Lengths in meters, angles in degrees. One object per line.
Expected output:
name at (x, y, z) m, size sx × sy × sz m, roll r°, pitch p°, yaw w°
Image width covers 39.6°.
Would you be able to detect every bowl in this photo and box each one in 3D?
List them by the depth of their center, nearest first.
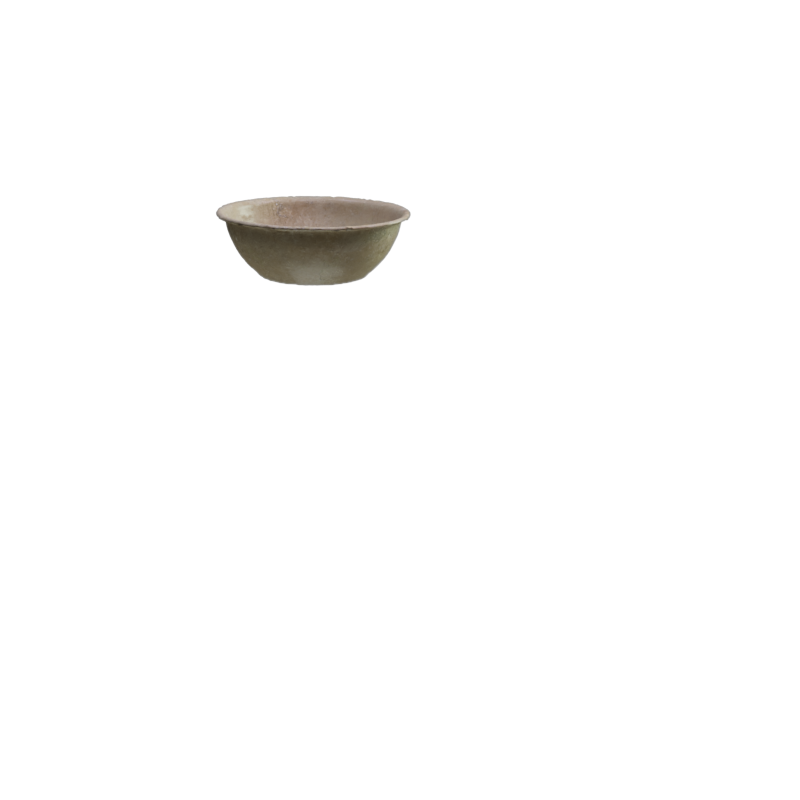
bowl at (-0.072, -0.132, 0.923) m, size 0.162 × 0.053 × 0.168 m, roll -1°, pitch 18°, yaw -2°
